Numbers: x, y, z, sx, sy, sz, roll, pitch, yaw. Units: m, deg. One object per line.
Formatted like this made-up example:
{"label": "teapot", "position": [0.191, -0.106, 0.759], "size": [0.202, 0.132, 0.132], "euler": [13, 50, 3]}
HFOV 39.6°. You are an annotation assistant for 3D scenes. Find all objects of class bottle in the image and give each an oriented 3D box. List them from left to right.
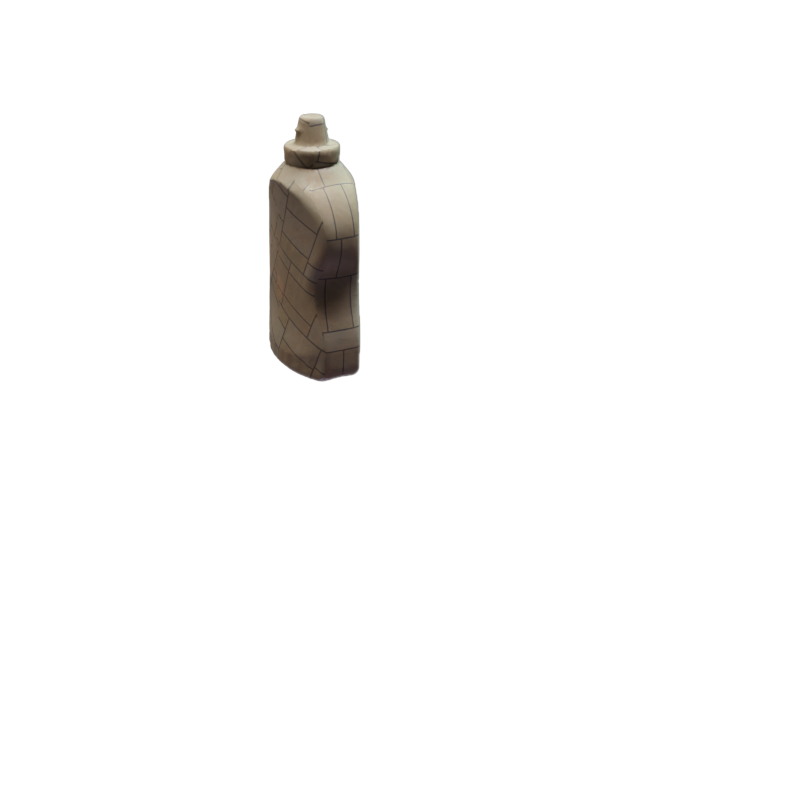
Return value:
{"label": "bottle", "position": [-0.065, -0.118, 0.825], "size": [0.057, 0.183, 0.103], "euler": [-9, 24, -26]}
